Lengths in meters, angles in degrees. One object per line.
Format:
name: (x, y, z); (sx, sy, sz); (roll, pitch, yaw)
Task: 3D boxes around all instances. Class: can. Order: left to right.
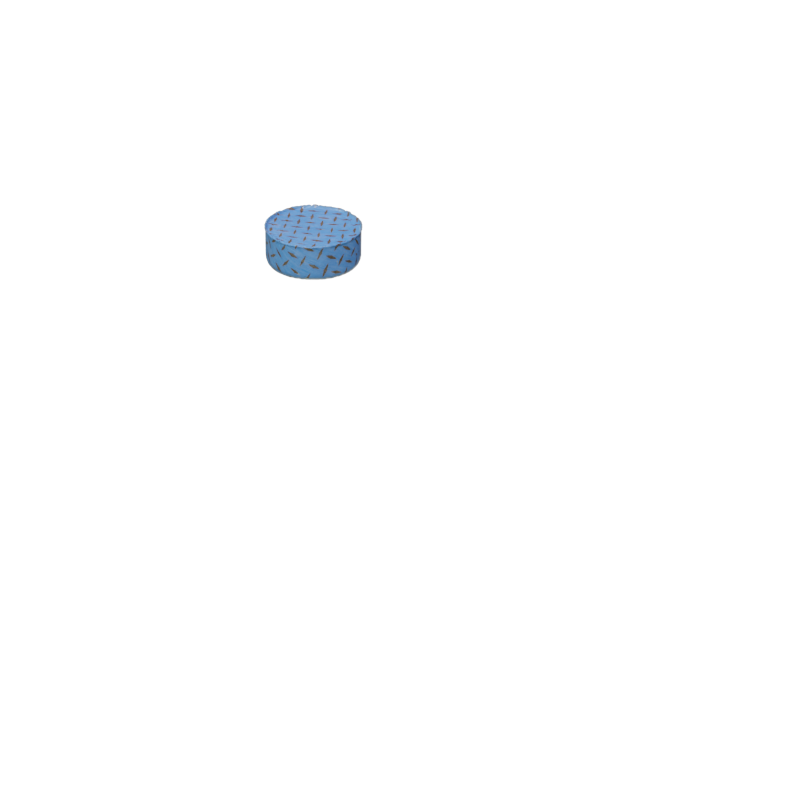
can: (-0.076, -0.139, 0.977); (0.086, 0.032, 0.091); (-1, 32, -2)
